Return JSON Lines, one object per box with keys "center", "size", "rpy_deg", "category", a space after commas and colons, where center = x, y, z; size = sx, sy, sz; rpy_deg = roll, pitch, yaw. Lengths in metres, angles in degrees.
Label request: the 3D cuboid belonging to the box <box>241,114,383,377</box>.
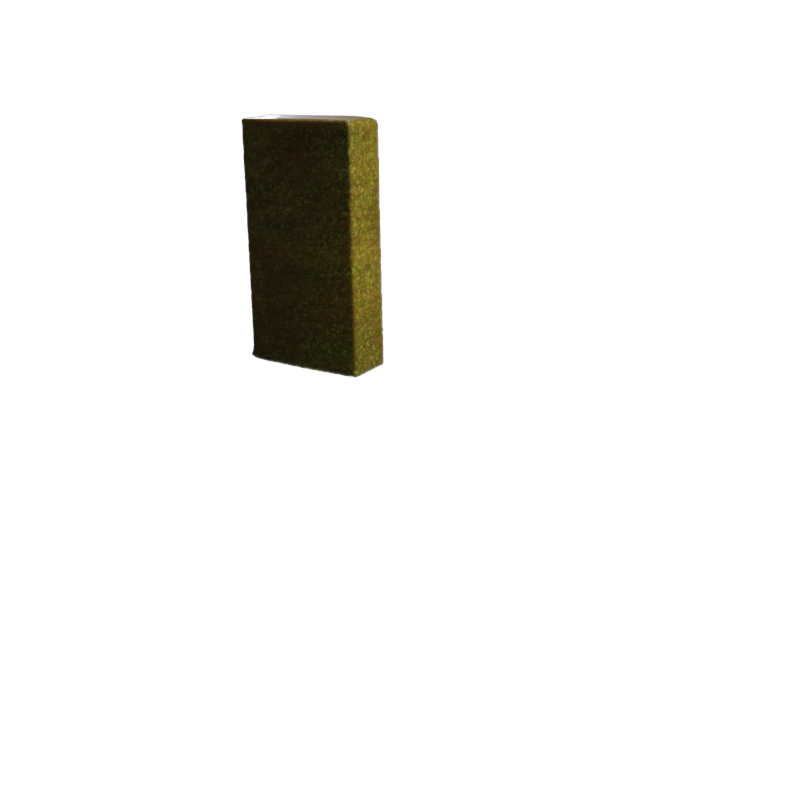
{"center": [-0.061, -0.111, 0.779], "size": [0.097, 0.172, 0.047], "rpy_deg": [8, 12, 33], "category": "box"}
